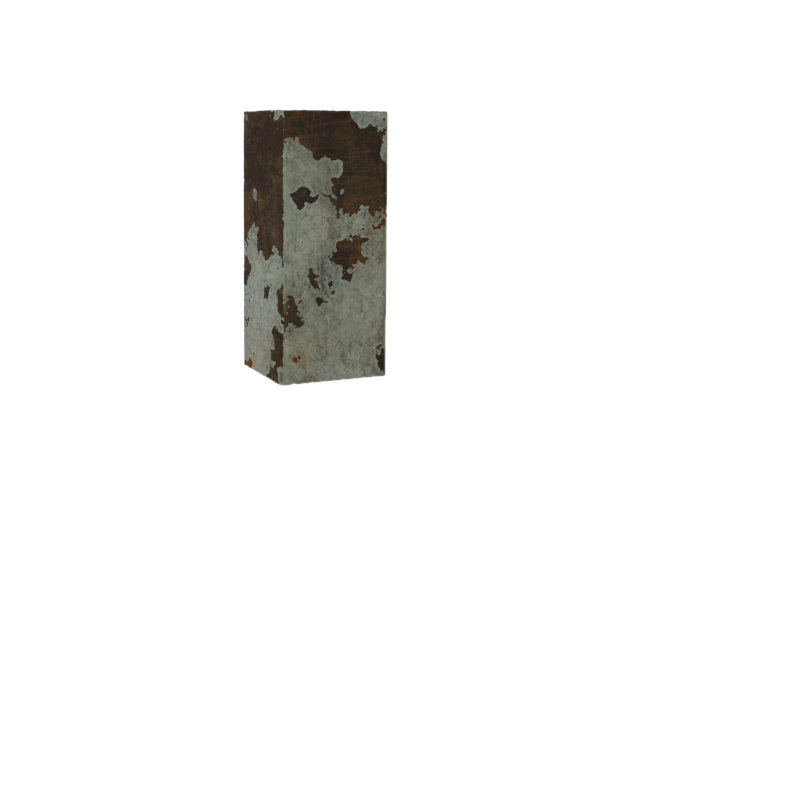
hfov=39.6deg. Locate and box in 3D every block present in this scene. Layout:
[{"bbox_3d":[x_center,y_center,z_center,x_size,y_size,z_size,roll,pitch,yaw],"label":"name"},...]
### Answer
[{"bbox_3d":[-0.069,-0.126,0.879,0.088,0.203,0.094,-3,8,-26],"label":"block"}]
